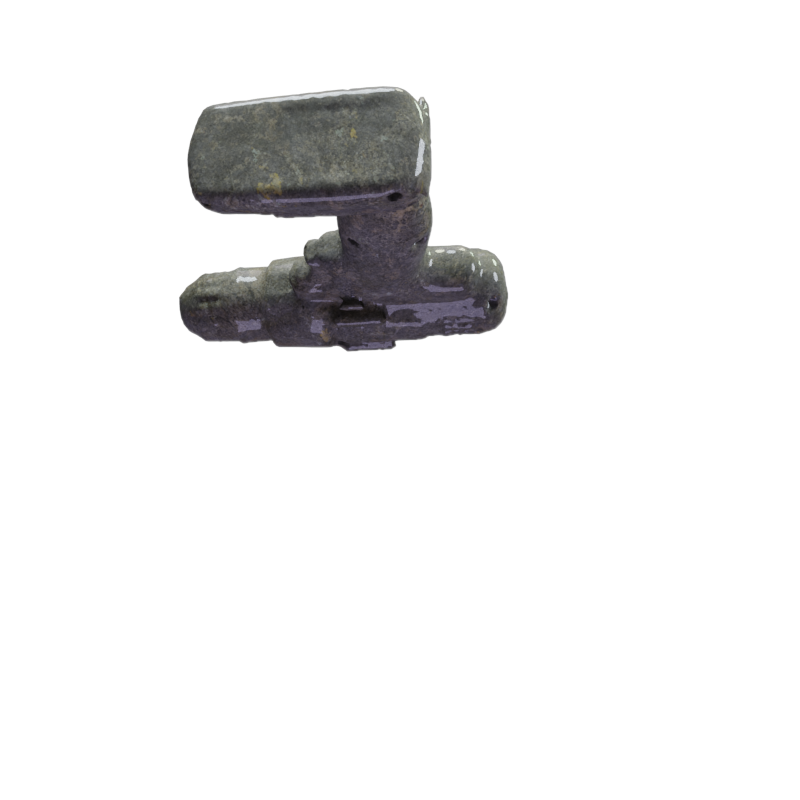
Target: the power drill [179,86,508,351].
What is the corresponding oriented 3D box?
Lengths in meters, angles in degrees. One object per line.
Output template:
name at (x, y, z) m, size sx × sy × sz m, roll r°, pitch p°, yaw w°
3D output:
power drill at (-0.044, -0.080, 0.558) m, size 0.186 × 0.060 × 0.176 m, roll -4°, pitch -21°, yaw 10°
